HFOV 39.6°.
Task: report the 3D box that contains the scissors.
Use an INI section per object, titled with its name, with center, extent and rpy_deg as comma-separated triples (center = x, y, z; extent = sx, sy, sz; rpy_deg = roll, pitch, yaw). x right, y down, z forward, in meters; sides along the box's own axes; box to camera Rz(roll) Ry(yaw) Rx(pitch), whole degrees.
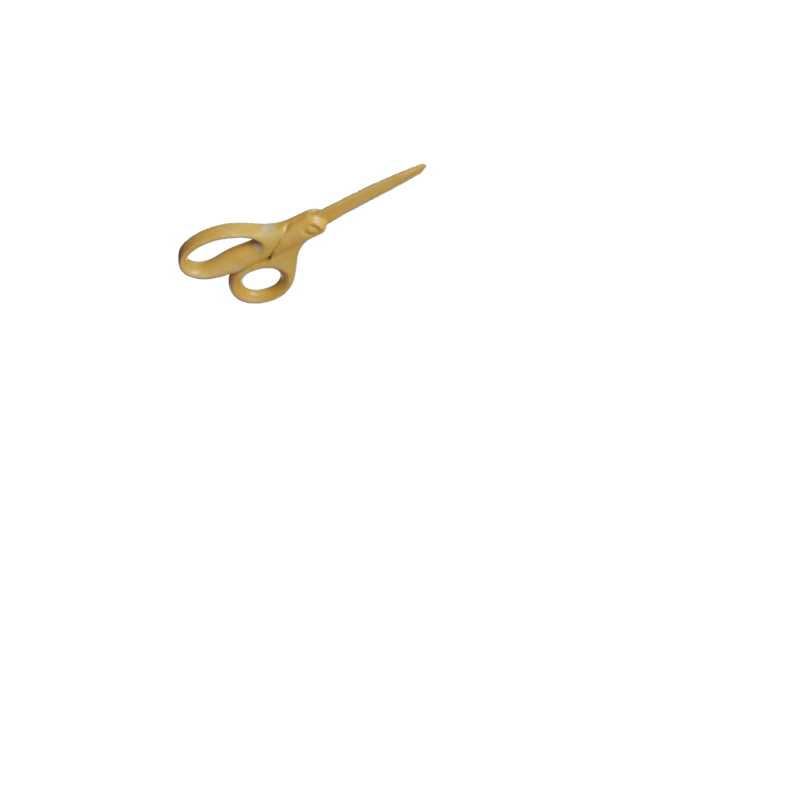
[scissors]
center = -0.063, -0.114, 0.799
extent = 0.204, 0.017, 0.089
rpy_deg = -12, -35, 18
